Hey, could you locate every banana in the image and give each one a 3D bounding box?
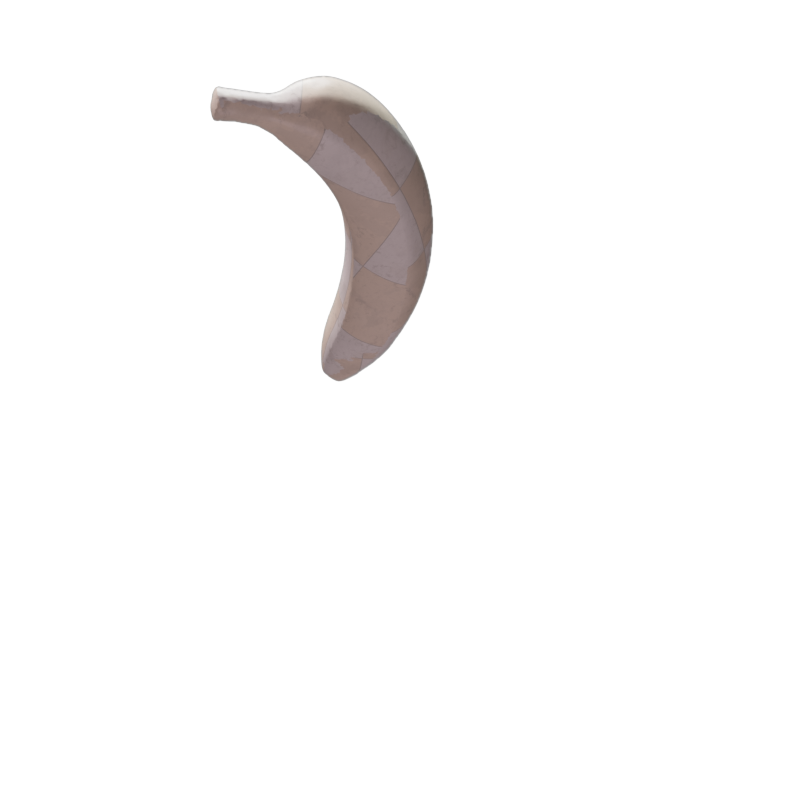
[{"bbox_3d":[-0.020,-0.072,0.470,0.070,0.039,0.183,-7,-35,9],"label":"banana"}]
